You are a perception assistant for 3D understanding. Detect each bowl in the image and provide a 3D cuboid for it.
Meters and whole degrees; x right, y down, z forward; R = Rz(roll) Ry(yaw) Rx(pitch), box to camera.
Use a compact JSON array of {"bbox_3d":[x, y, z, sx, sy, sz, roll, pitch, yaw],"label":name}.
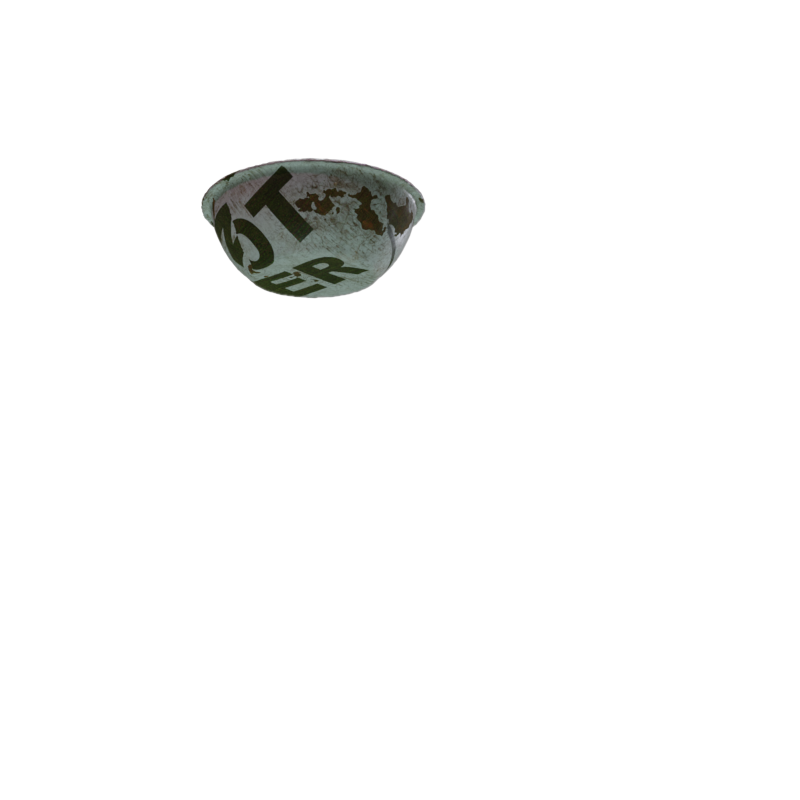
[{"bbox_3d":[-0.062,-0.113,0.792,0.162,0.057,0.155,0,-15,-2],"label":"bowl"}]
